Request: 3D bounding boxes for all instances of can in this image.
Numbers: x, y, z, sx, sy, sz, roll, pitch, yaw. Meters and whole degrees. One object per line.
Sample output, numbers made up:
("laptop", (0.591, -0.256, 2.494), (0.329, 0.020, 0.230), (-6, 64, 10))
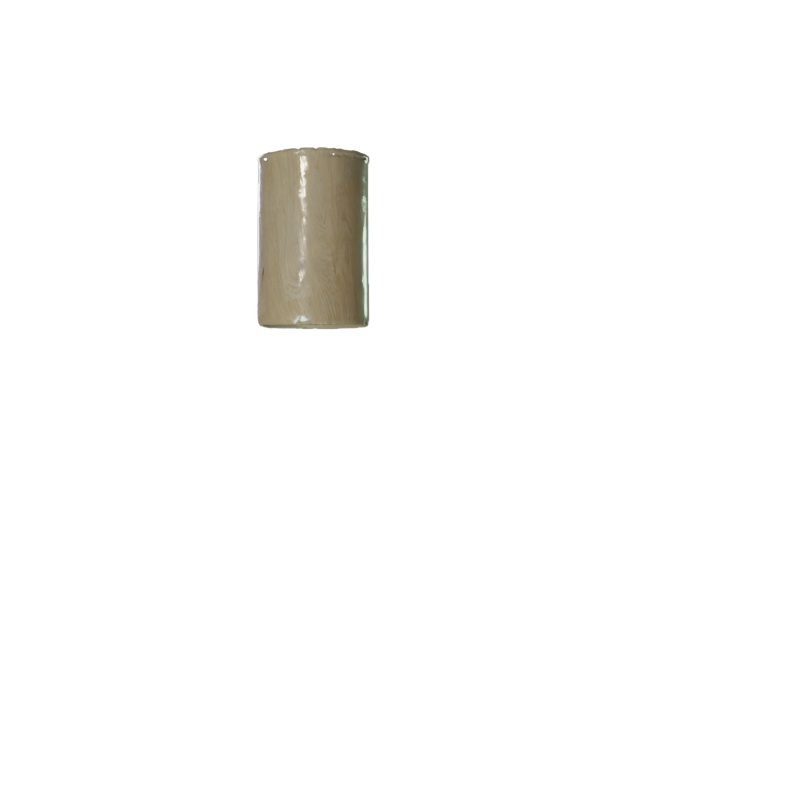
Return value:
("can", (-0.052, -0.095, 0.665), (0.068, 0.104, 0.068), (0, -5, -2))
